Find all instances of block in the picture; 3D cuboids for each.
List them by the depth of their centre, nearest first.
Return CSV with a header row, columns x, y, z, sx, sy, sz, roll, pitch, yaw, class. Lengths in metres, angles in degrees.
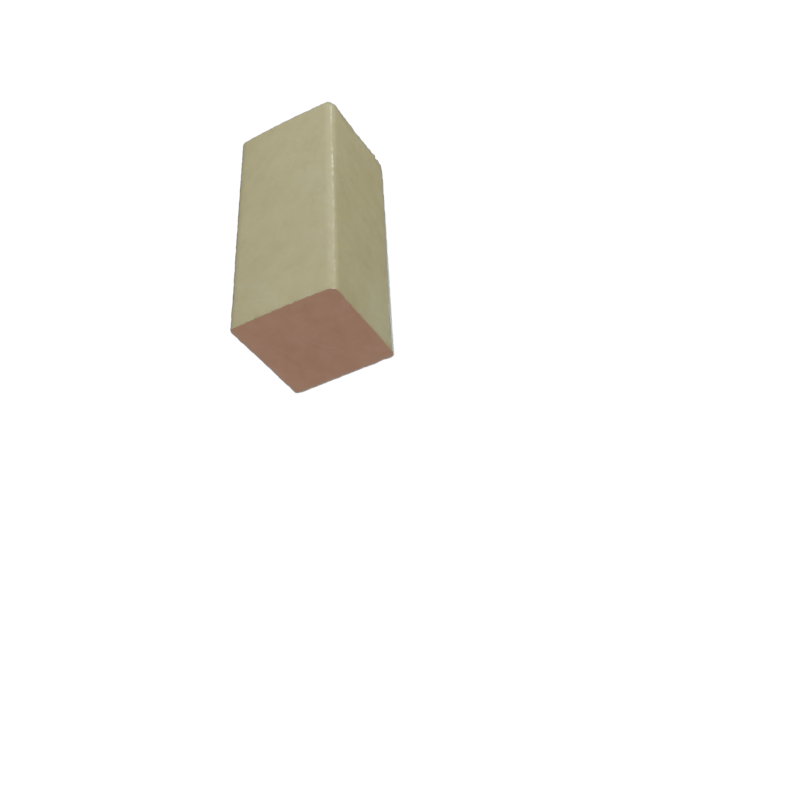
x,y,z,sx,sy,sz,roll,pitch,yaw,class
-0.068,-0.125,0.870,0.091,0.221,0.084,-23,-45,21,block
